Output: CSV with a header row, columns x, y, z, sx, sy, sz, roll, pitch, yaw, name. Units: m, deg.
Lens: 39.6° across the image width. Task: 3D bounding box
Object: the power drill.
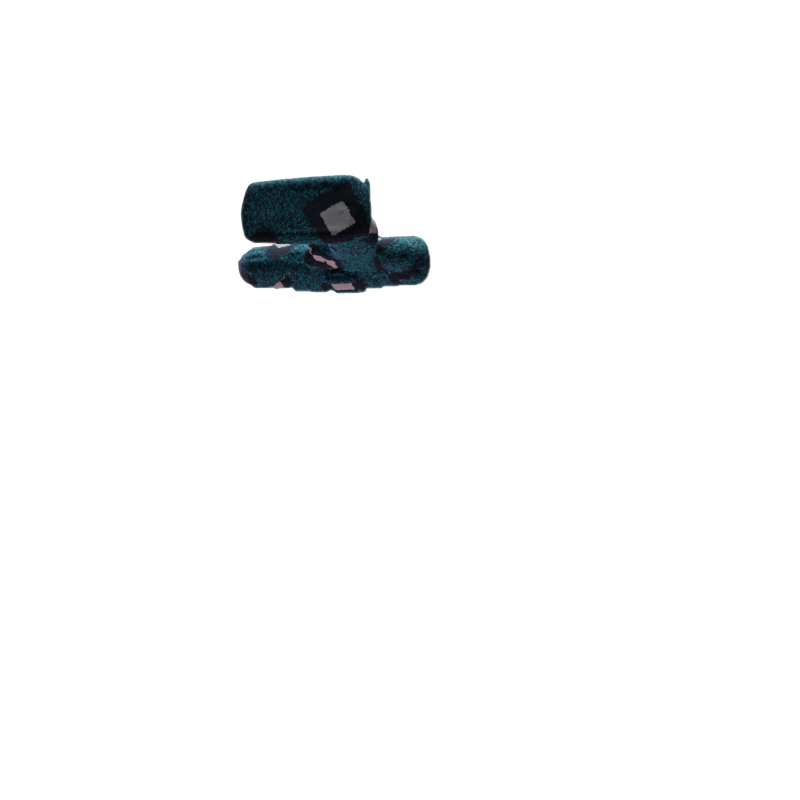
x,y,z,sx,sy,sz,roll,pitch,yaw,name
-0.077,-0.140,0.981,0.187,0.059,0.179,-2,-10,13,power drill
